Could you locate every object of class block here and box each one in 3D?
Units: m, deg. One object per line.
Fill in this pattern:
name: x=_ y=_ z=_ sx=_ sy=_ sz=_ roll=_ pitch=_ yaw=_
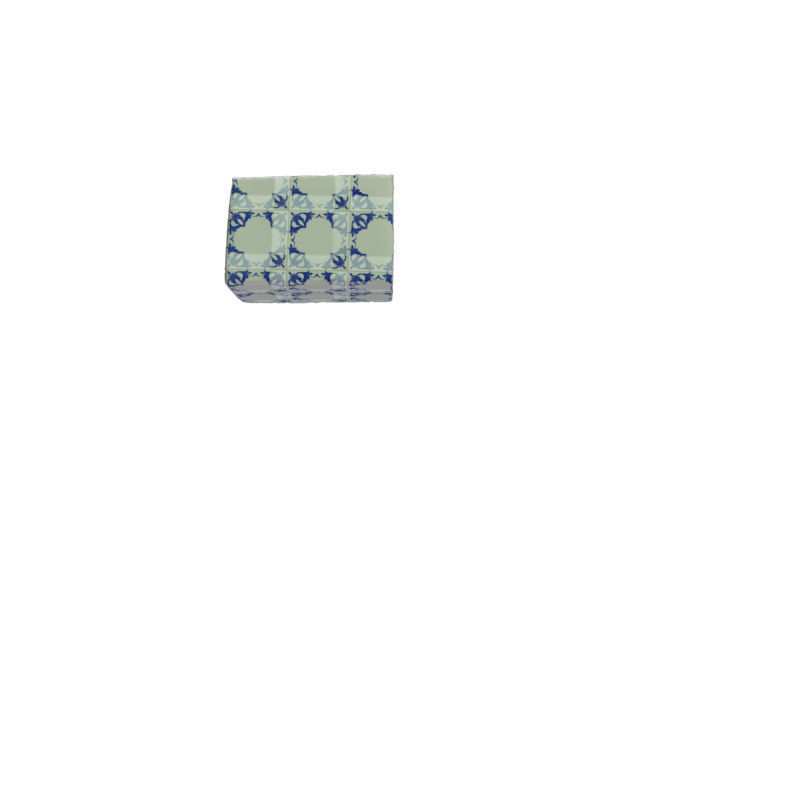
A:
block: x=-0.042 y=-0.076 z=0.531 sx=0.078 sy=0.053 sz=0.051 roll=-1 pitch=-9 yaw=2
